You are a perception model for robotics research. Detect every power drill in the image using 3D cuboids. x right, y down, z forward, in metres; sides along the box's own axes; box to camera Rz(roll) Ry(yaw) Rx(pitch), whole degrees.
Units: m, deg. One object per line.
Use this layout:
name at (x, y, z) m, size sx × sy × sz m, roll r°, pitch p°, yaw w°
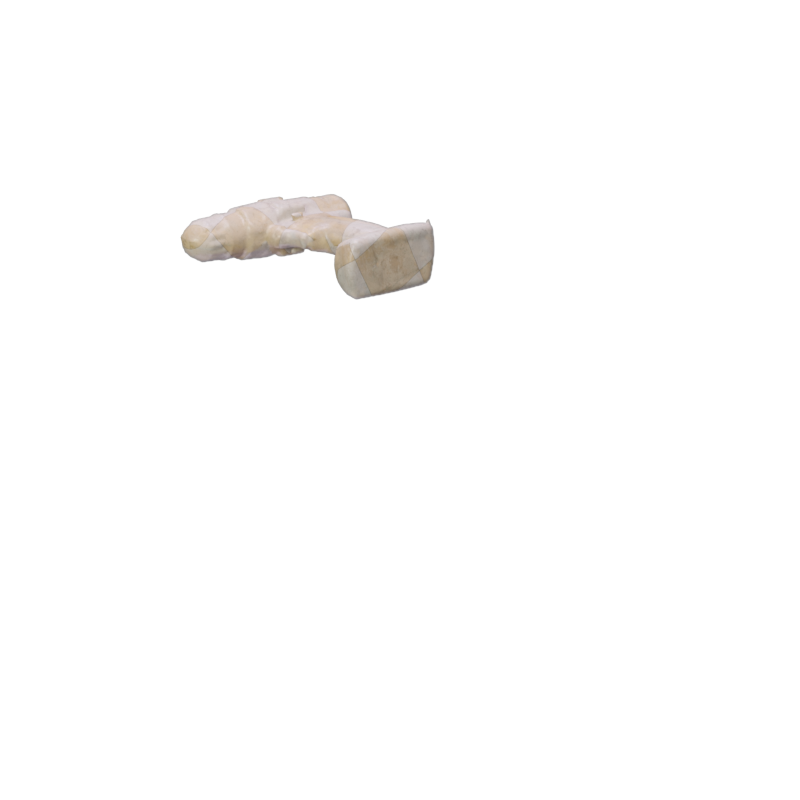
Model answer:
power drill at (-0.078, -0.142, 0.992) m, size 0.181 × 0.055 × 0.200 m, roll -19°, pitch 30°, yaw -37°
